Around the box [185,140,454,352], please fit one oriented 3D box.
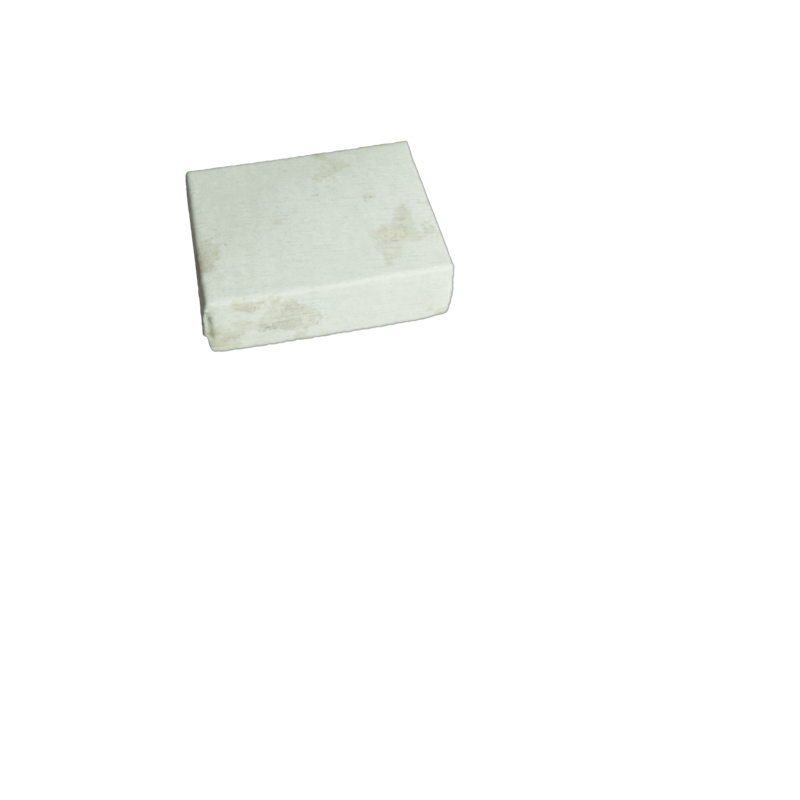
[{"bbox_3d":[-0.040,-0.074,0.518,0.112,0.097,0.036,-9,-40,-8],"label":"box"}]
